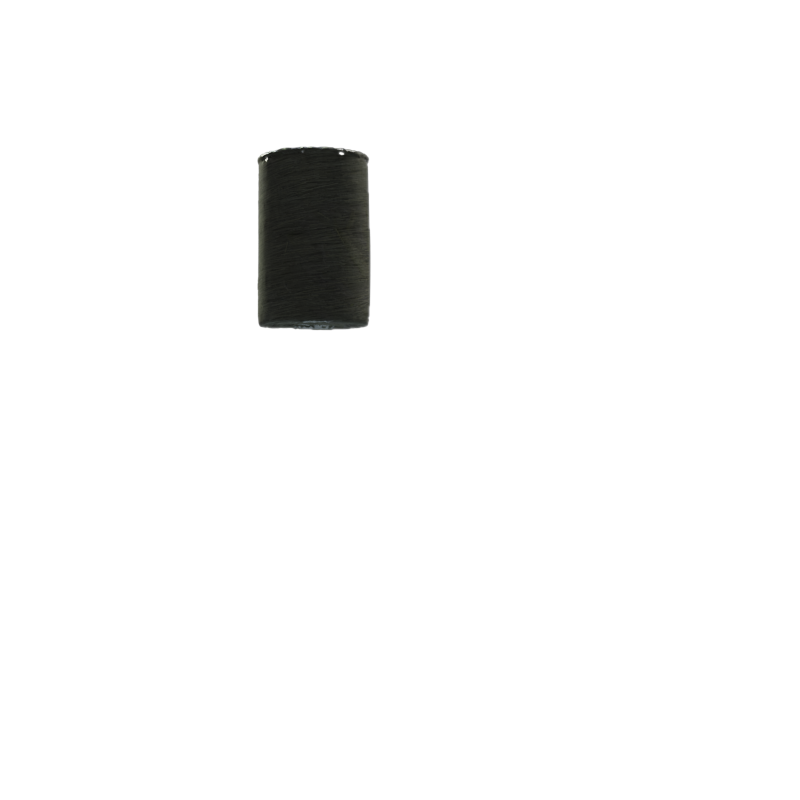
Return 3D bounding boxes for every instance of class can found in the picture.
[{"bbox_3d":[-0.052,-0.095,0.665,0.068,0.104,0.068,0,-6,-2],"label":"can"}]
